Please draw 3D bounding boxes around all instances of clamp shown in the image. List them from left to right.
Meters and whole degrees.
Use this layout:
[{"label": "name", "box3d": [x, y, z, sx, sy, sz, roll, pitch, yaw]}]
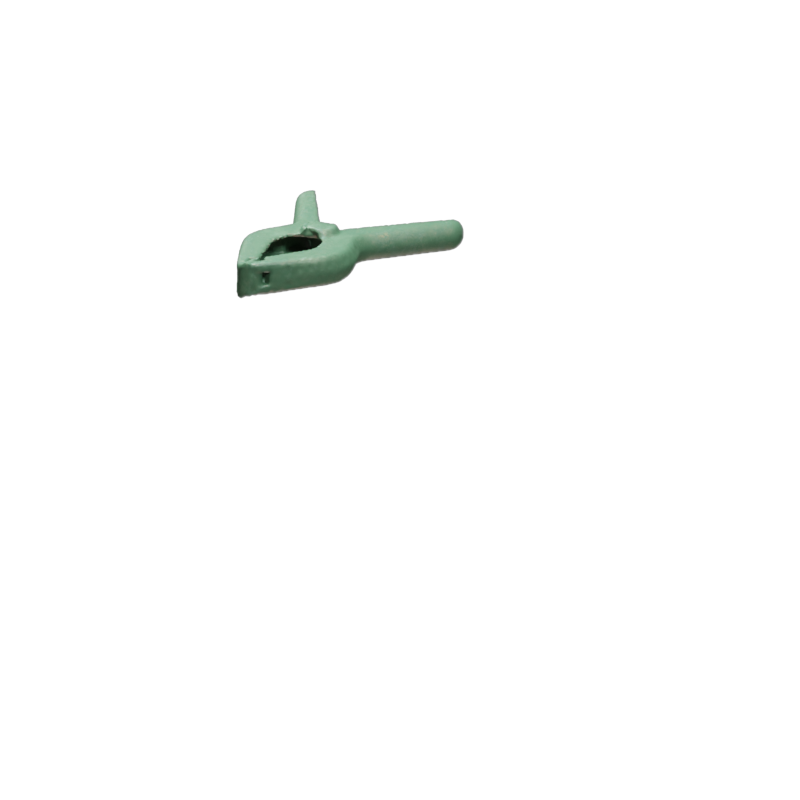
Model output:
[{"label": "clamp", "box3d": [-0.071, -0.130, 0.907, 0.174, 0.035, 0.208, 19, 31, 35]}]
